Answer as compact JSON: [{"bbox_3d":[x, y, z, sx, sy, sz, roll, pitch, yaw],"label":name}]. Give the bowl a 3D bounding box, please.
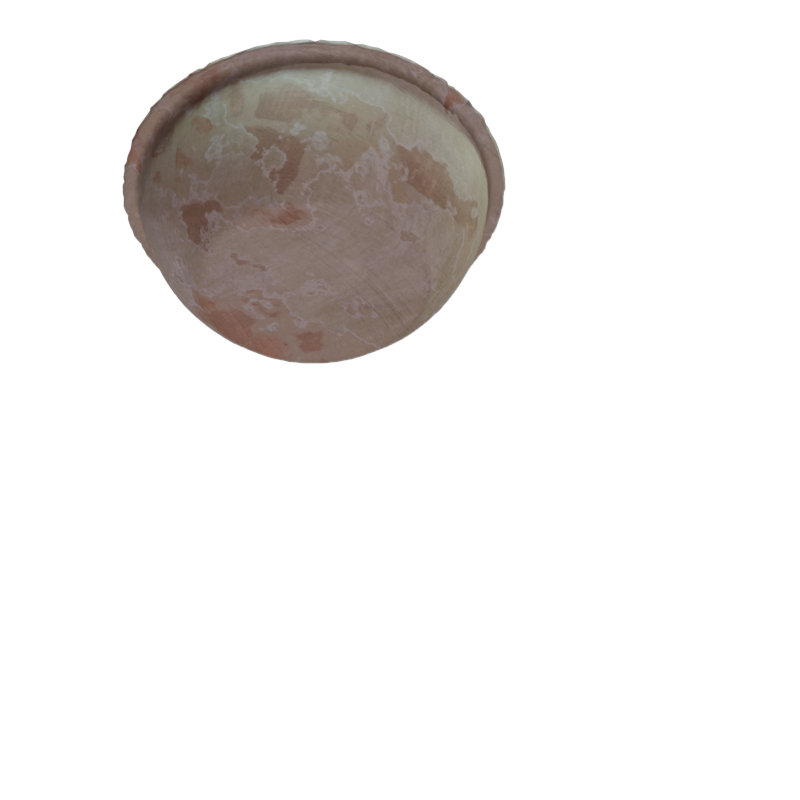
[{"bbox_3d":[-0.035,-0.065,0.453,0.162,0.059,0.151,1,-42,-1],"label":"bowl"}]
